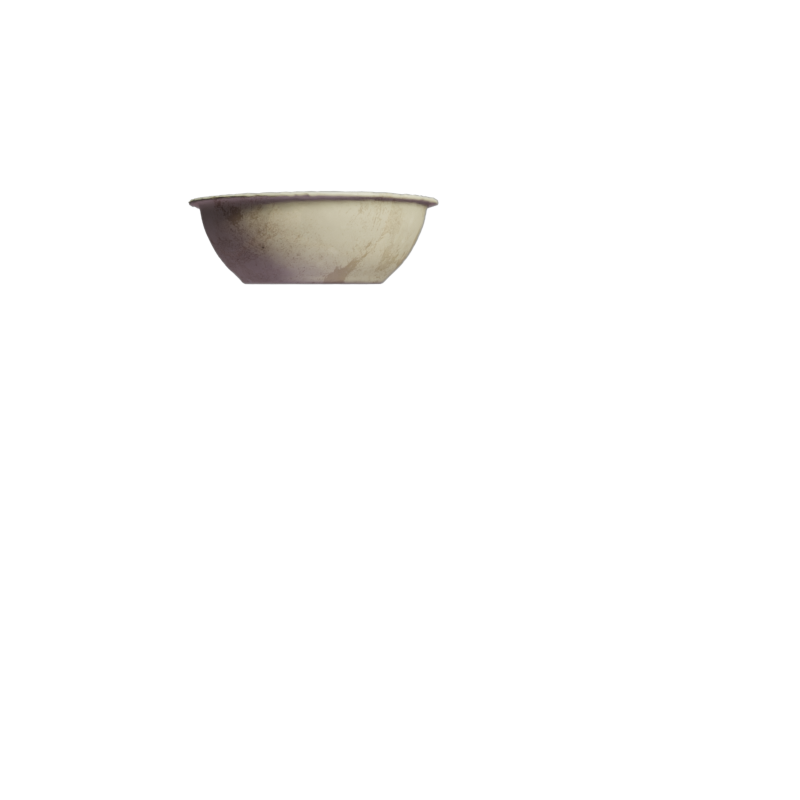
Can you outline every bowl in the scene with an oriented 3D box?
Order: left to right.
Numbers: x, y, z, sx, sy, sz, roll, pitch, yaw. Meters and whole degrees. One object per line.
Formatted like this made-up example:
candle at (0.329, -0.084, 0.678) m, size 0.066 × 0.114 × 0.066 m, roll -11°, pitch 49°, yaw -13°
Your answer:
bowl at (-0.056, -0.103, 0.718) m, size 0.162 × 0.055 × 0.163 m, roll 0°, pitch 5°, yaw -2°
